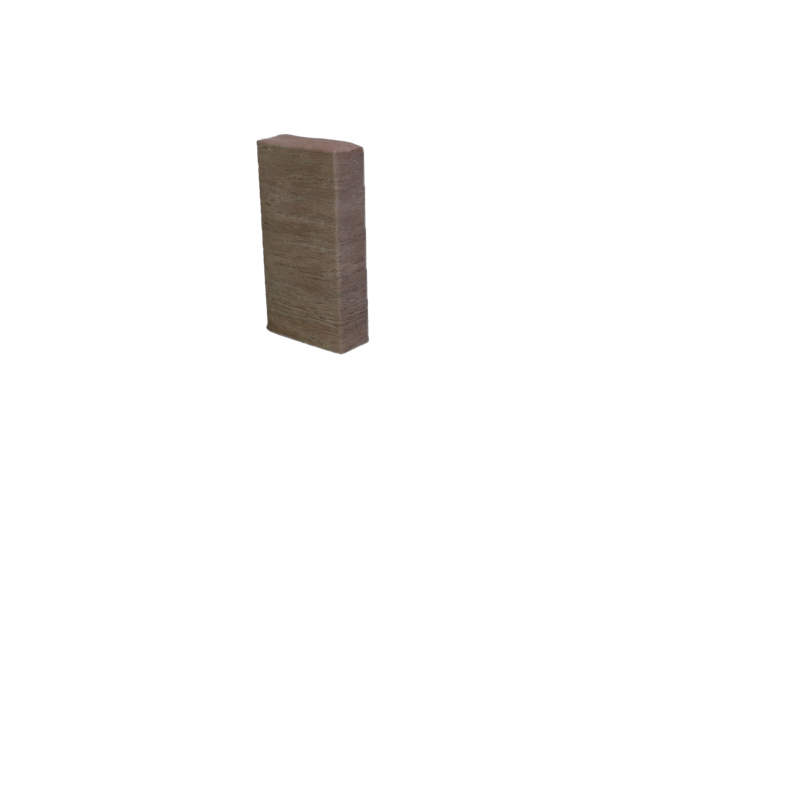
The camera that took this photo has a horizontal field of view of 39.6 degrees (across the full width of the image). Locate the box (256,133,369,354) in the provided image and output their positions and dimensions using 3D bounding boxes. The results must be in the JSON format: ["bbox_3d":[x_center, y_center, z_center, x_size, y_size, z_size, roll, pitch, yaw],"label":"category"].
[{"bbox_3d":[-0.074,-0.136,0.953,0.098,0.170,0.047,15,21,38],"label":"box"}]
